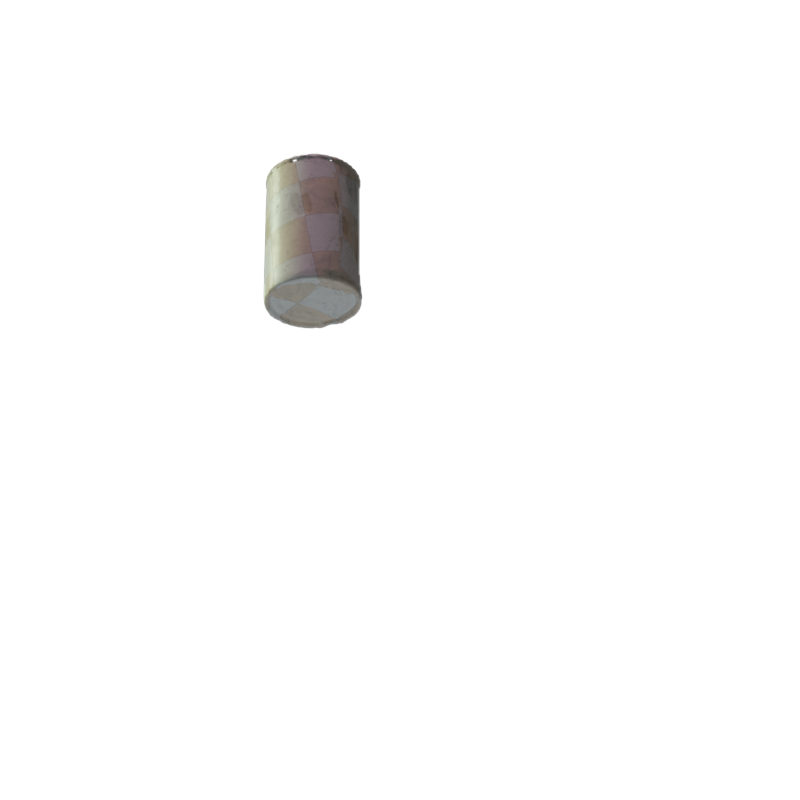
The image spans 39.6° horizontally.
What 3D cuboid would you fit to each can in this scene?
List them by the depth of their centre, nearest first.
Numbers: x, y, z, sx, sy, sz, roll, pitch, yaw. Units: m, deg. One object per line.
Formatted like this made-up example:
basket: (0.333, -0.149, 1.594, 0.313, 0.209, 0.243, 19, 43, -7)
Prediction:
can: (-0.060, -0.109, 0.766, 0.068, 0.109, 0.064, -1, -31, -2)
